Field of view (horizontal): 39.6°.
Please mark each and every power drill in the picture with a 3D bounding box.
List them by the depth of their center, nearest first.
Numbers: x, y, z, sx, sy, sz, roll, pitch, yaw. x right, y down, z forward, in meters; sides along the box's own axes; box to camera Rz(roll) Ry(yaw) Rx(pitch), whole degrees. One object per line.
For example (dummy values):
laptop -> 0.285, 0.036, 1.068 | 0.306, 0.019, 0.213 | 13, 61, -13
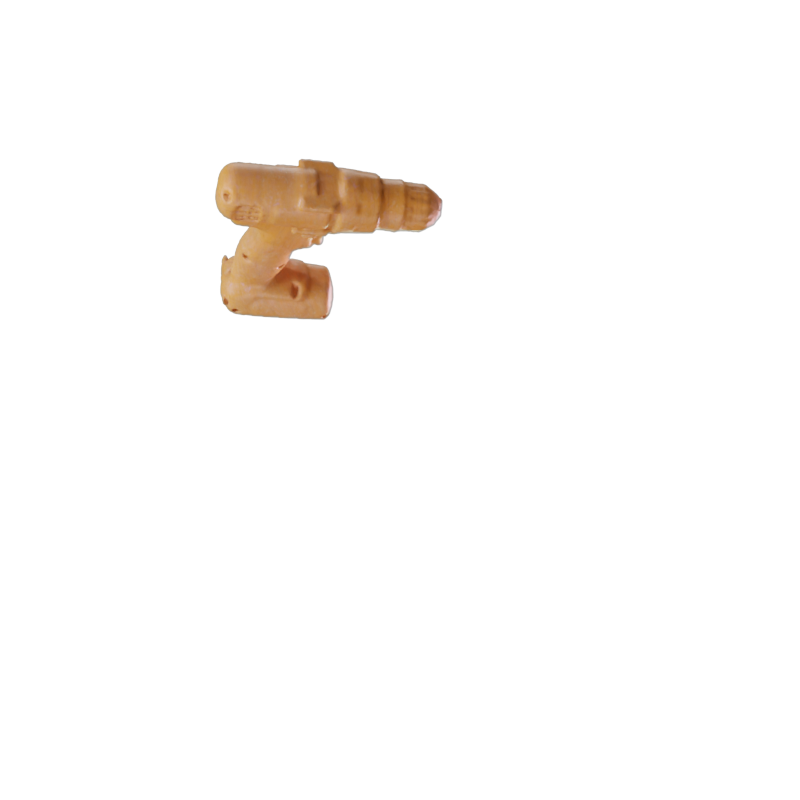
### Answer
power drill -> -0.074, -0.135, 0.947 | 0.181, 0.061, 0.180 | 6, -28, -12
